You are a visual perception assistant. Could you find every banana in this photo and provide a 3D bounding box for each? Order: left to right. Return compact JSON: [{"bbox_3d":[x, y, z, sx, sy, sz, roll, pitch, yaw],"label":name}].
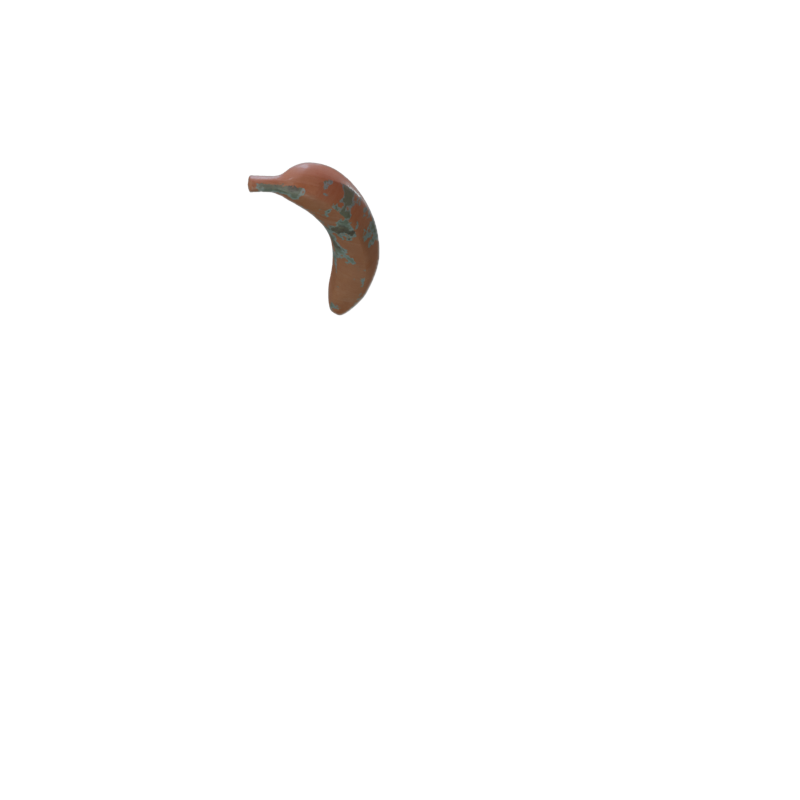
[{"bbox_3d":[-0.051,-0.129,0.862,0.070,0.039,0.183,-10,-32,15],"label":"banana"}]
